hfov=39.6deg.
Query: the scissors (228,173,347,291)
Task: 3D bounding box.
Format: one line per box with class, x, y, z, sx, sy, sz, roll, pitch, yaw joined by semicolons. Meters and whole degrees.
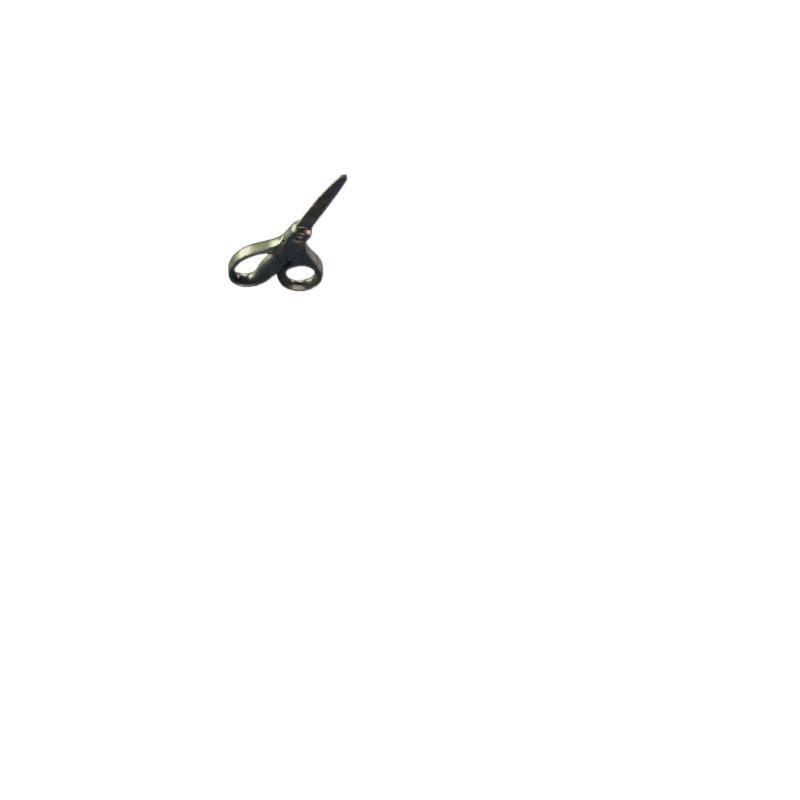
scissors;-0.077;-0.140;0.982;0.091;0.017;0.202;19;-30;-37
